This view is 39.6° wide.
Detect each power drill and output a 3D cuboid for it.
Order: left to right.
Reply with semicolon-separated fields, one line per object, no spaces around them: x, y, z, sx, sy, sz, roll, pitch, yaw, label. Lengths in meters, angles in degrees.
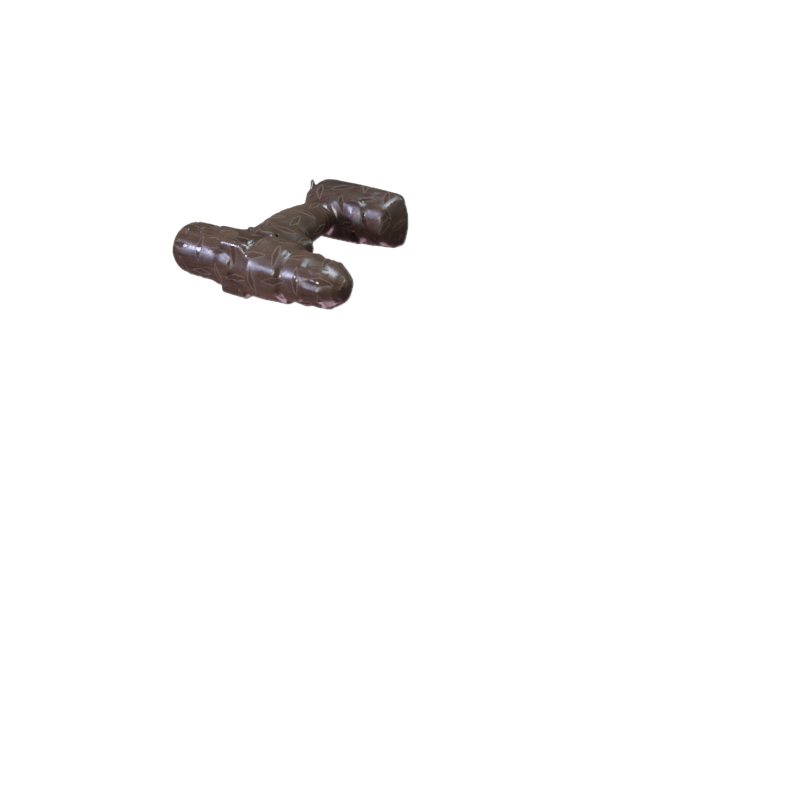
-0.076;-0.138;0.965;0.195;0.054;0.187;19;32;33;power drill
